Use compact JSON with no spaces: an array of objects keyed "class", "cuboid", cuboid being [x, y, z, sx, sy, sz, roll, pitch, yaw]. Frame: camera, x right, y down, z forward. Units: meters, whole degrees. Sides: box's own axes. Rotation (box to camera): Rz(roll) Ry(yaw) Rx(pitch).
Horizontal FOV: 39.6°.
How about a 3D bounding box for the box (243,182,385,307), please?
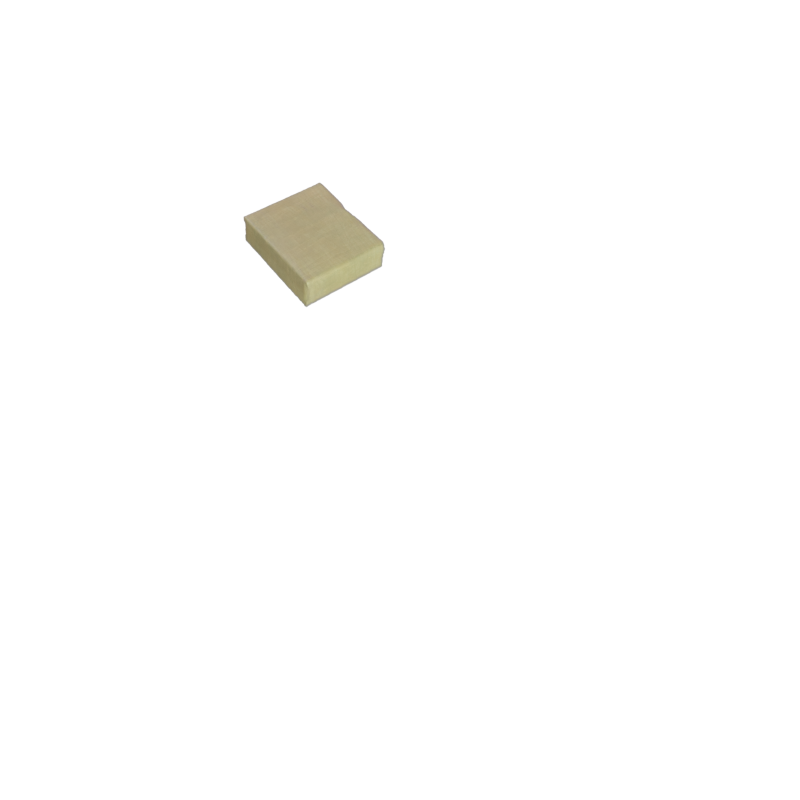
[{"class":"box","cuboid":[-0.067,-0.122,0.857,0.073,0.028,0.096,-28,54,-23]}]
